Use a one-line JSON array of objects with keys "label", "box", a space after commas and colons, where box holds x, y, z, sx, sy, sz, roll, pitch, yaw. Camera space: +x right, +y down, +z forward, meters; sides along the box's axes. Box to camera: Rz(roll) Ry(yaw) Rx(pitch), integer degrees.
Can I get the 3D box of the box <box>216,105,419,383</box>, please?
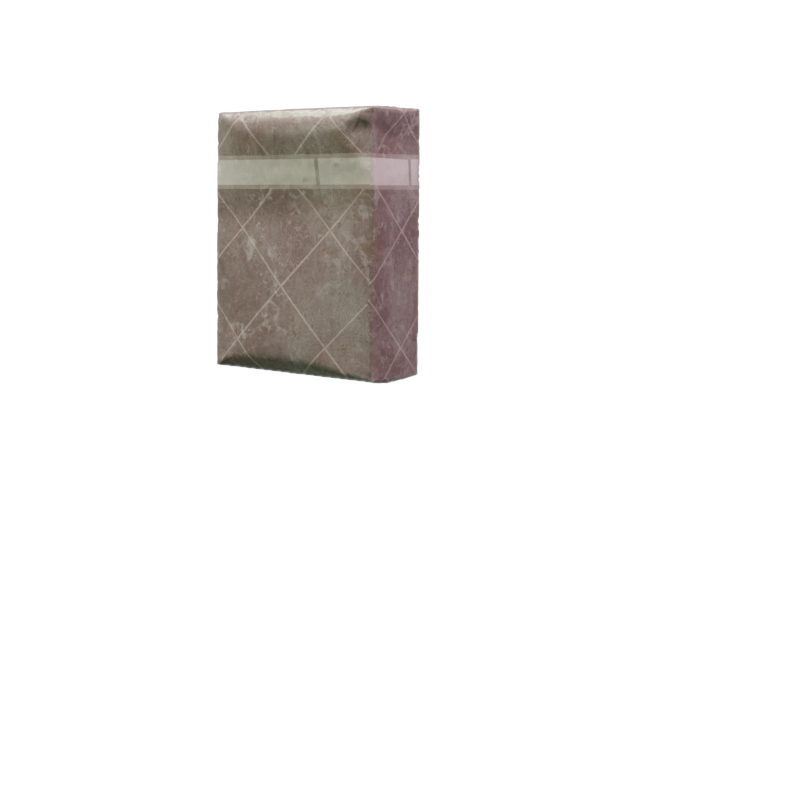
[{"label": "box", "box": [-0.070, -0.128, 0.898, 0.171, 0.212, 0.070, 5, 6, 36]}]
